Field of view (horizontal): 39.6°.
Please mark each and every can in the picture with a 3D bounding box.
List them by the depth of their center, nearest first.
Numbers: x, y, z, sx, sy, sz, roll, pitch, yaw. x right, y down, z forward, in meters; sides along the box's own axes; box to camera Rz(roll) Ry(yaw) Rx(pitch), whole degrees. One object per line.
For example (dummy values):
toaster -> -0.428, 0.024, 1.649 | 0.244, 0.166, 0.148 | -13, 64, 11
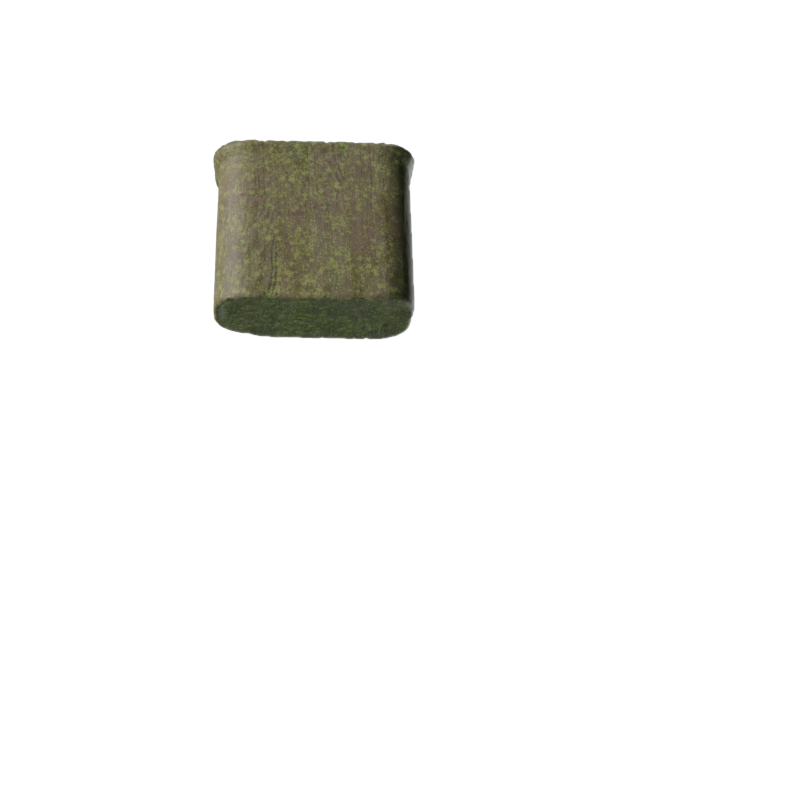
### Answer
can -> -0.043, -0.079, 0.551 | 0.101, 0.088, 0.055 | 1, -24, -3
